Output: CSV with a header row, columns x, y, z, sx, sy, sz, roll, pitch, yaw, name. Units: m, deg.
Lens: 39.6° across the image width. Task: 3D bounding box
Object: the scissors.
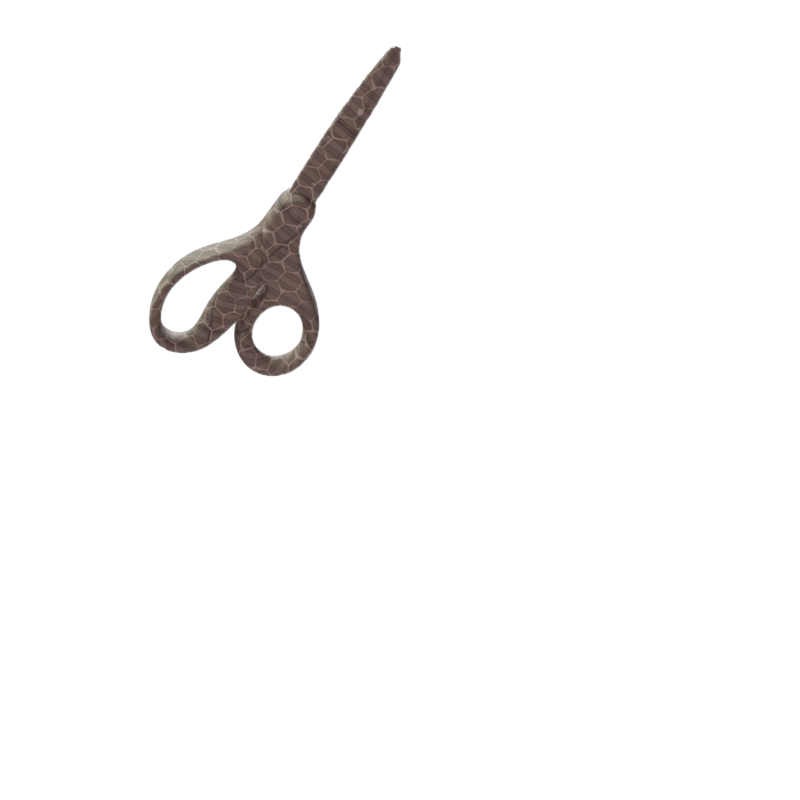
x,y,z,sx,sy,sz,roll,pitch,yaw,name
-0.043,-0.078,0.549,0.200,0.017,0.091,-37,-61,24,scissors
